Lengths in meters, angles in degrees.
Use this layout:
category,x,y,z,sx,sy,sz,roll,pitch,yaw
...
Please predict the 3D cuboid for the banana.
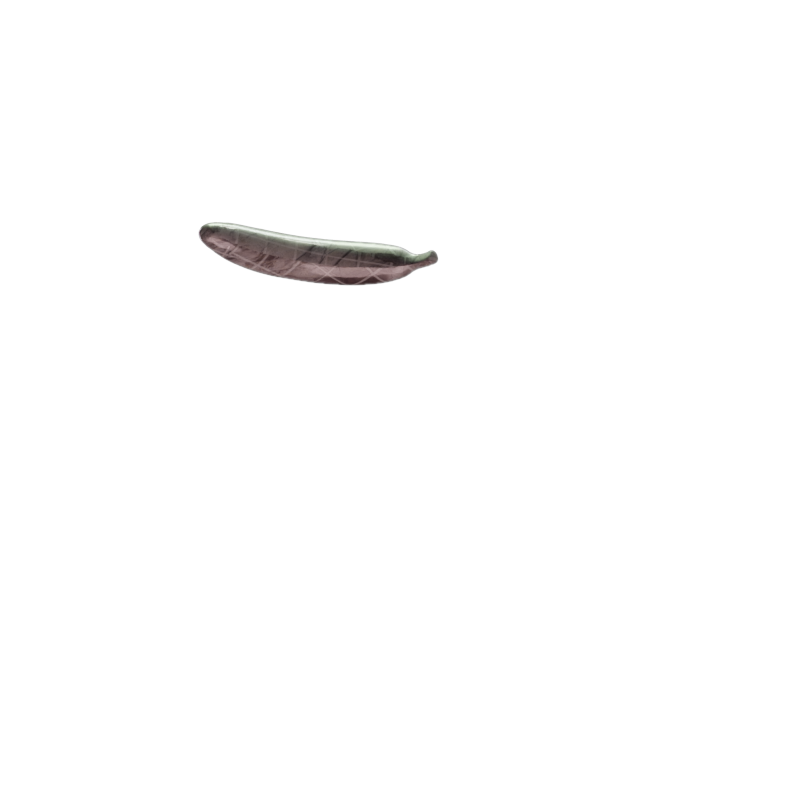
category,x,y,z,sx,sy,sz,roll,pitch,yaw
banana,-0.072,-0.124,0.934,0.195,0.039,0.067,4,-24,-9
